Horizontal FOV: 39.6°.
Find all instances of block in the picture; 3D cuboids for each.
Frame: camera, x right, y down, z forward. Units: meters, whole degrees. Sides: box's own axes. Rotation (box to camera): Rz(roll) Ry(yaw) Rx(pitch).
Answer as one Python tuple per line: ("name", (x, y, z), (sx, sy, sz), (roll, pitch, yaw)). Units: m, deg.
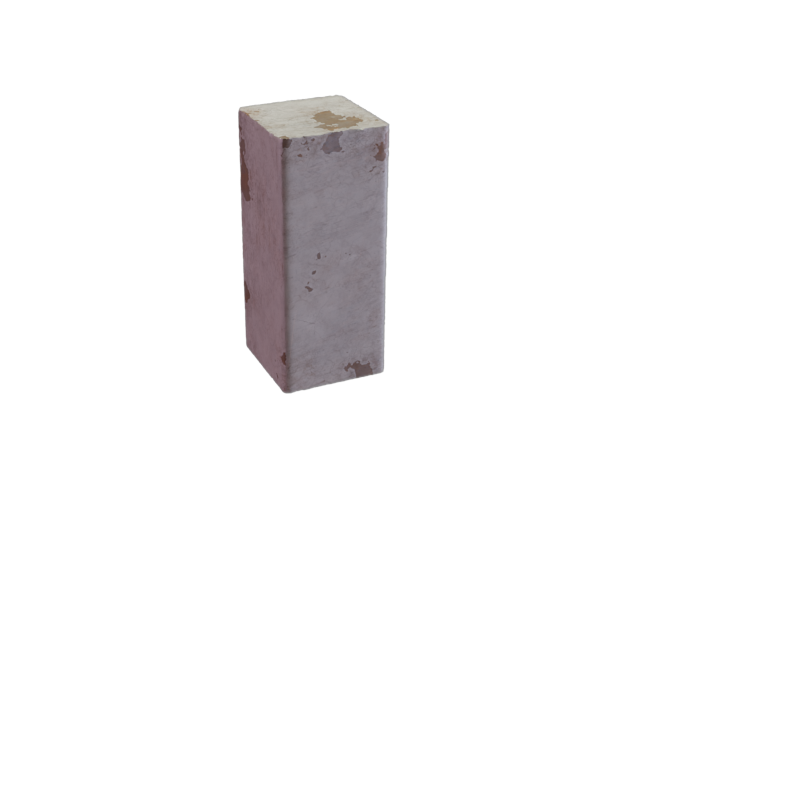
("block", (-0.068, -0.124, 0.865), (0.088, 0.195, 0.097), (-11, 29, -24))
